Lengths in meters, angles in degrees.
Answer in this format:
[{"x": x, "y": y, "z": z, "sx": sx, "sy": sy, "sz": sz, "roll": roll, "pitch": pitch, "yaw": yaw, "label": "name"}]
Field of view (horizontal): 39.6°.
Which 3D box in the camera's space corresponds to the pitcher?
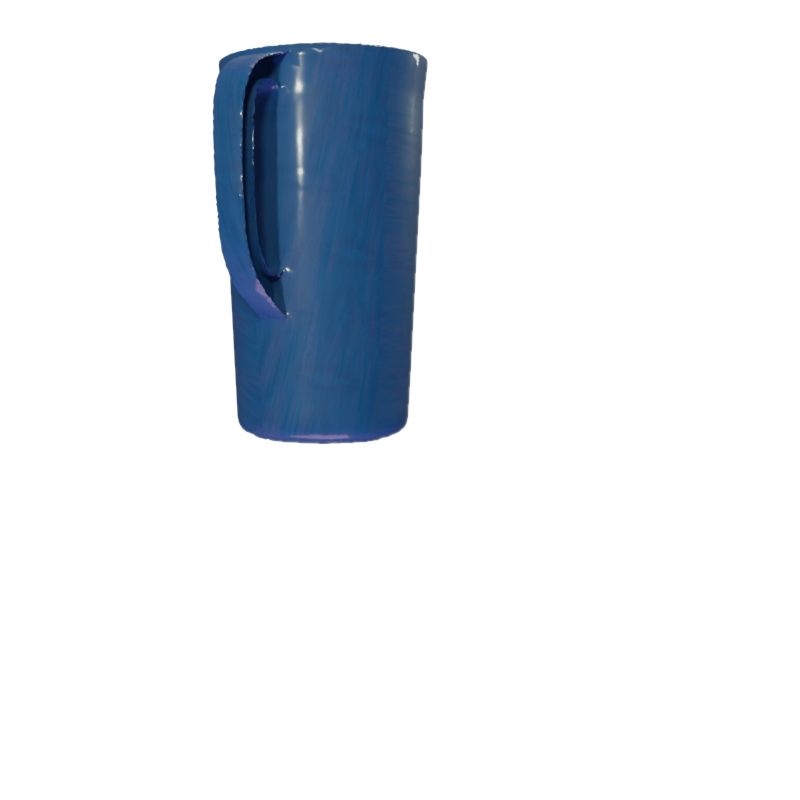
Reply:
[{"x": -0.054, "y": -0.099, "z": 0.696, "sx": 0.146, "sy": 0.244, "sz": 0.148, "roll": 0, "pitch": 0, "yaw": -18, "label": "pitcher"}]
